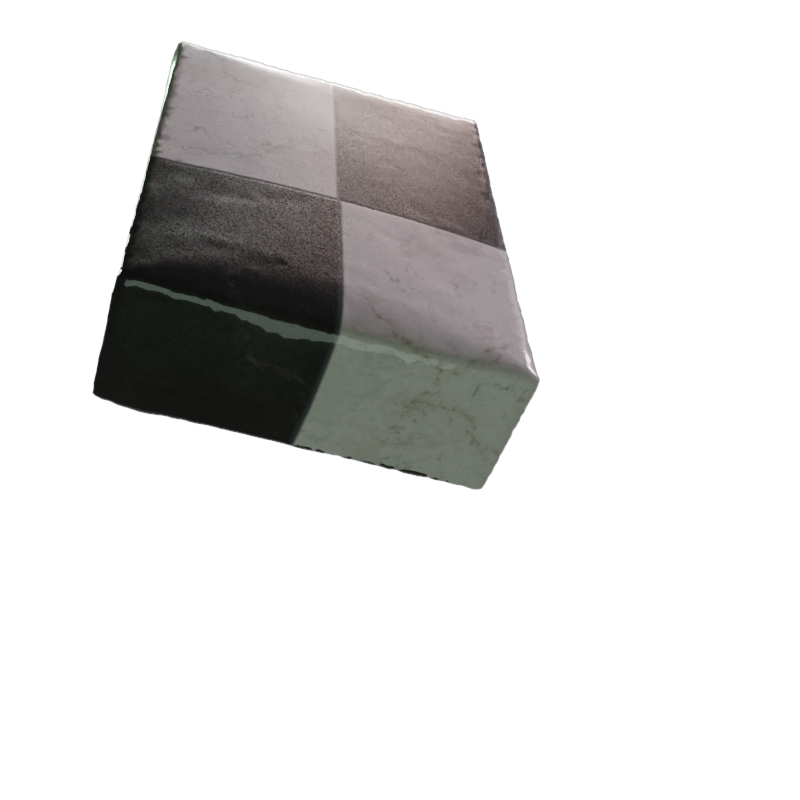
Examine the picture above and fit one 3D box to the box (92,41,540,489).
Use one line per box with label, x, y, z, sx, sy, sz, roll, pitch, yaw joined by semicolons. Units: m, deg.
box;-0.040;-0.072;0.505;0.161;0.068;0.229;12;36;-12
